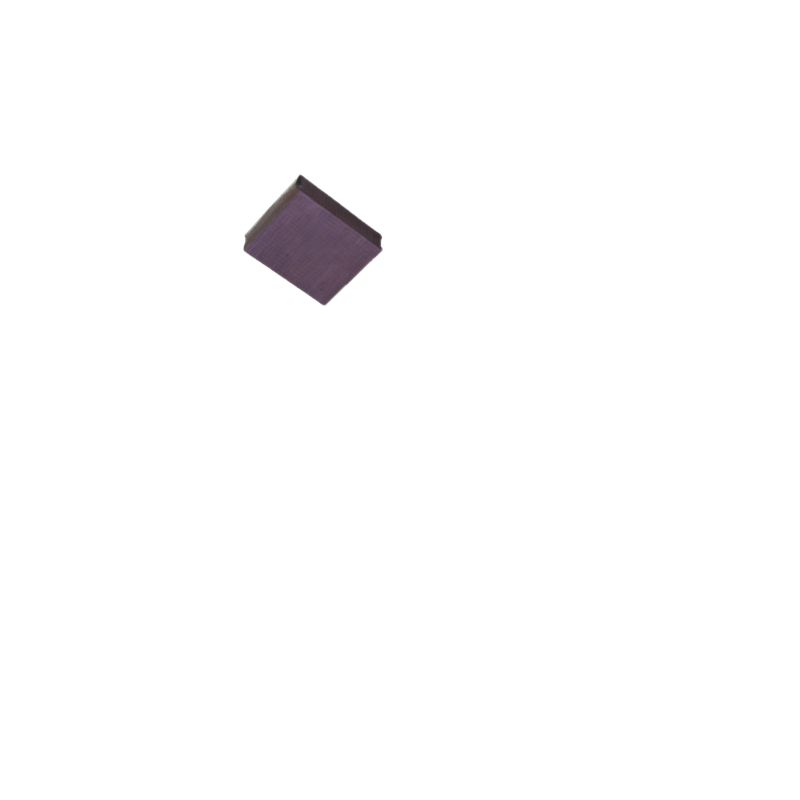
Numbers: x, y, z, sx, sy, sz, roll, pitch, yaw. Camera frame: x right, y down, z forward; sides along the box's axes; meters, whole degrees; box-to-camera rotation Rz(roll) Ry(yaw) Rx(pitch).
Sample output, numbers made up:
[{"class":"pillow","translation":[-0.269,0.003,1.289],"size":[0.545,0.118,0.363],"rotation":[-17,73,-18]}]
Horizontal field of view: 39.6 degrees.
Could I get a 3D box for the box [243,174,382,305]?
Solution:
[{"class":"box","translation":[-0.070,-0.128,0.897],"size":[0.085,0.072,0.032],"rotation":[35,27,-21]}]
